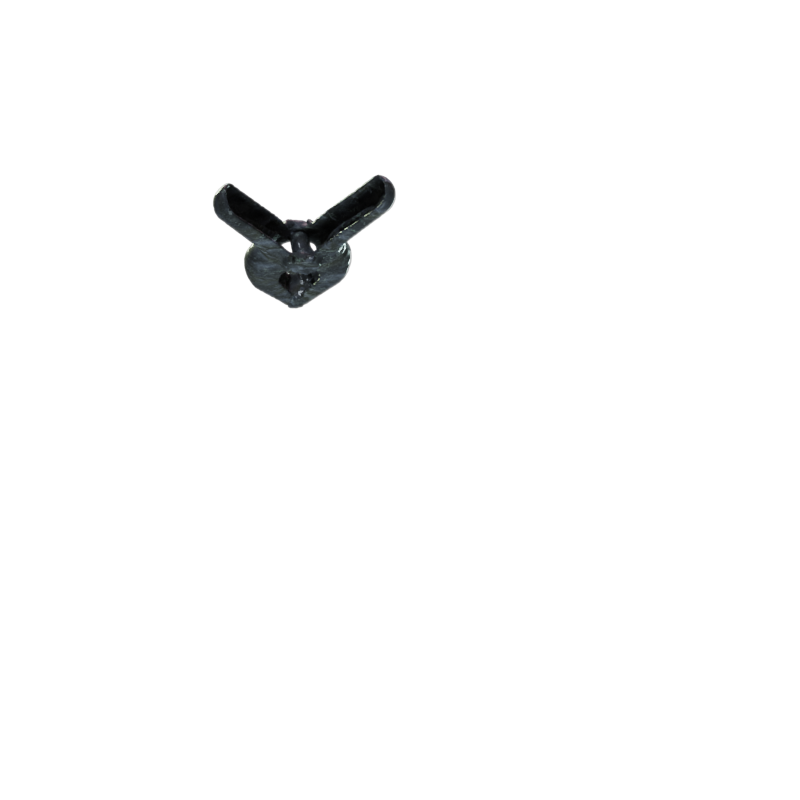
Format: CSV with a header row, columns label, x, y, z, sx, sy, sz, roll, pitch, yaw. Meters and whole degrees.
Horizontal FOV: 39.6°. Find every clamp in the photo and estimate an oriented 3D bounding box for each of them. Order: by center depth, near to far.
label,x,y,z,sx,sy,sz,roll,pitch,yaw
clamp,-0.062,-0.113,0.793,0.120,0.041,0.163,-1,-17,2
